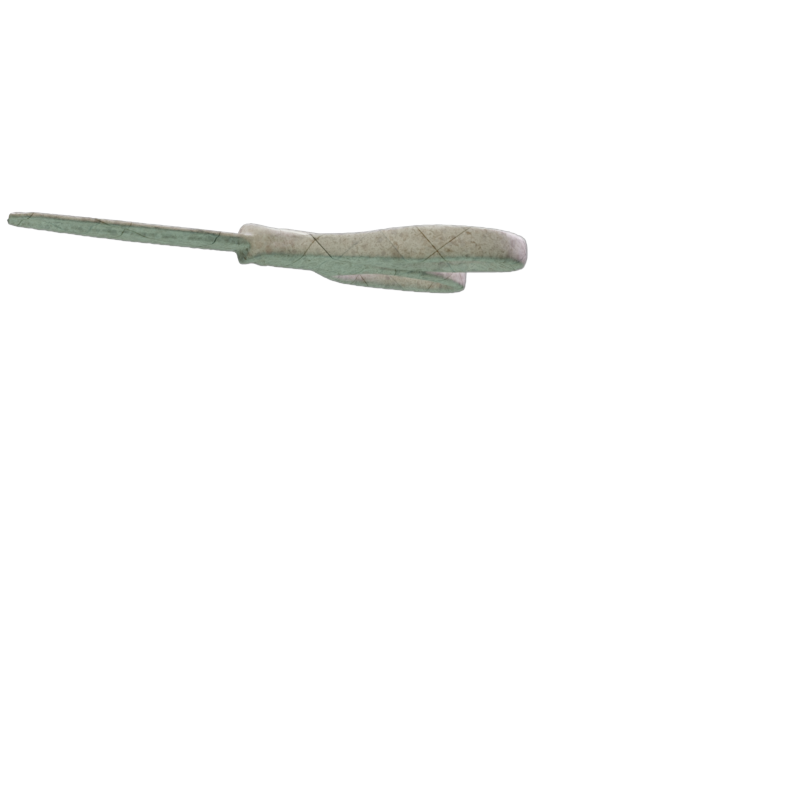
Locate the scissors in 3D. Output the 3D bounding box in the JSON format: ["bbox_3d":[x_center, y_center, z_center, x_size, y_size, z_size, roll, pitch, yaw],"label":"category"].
[{"bbox_3d":[-0.032,-0.059,0.414,0.099,0.016,0.192,-3,-5,43],"label":"scissors"}]
